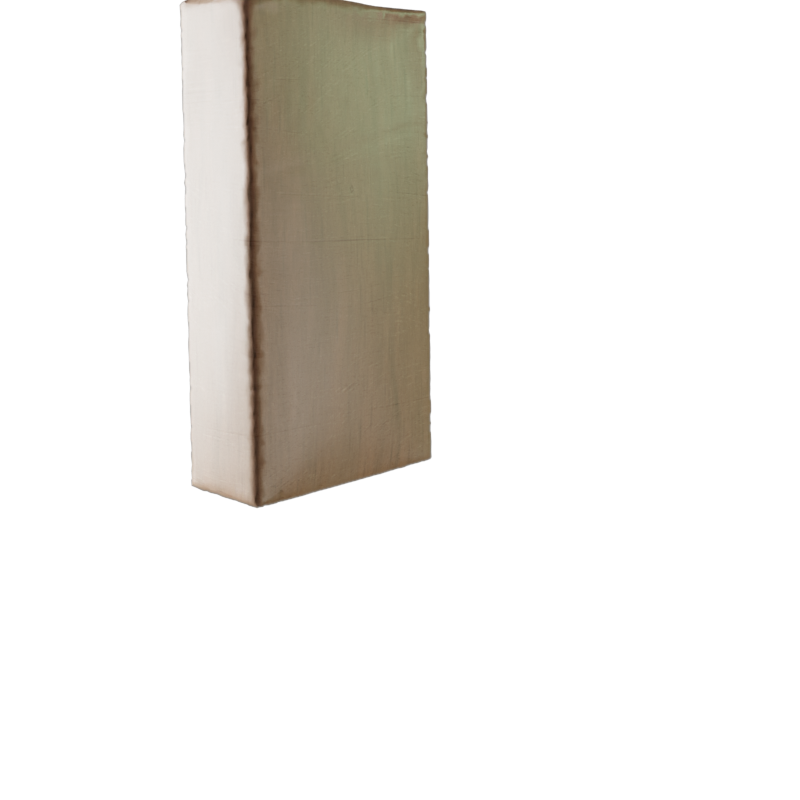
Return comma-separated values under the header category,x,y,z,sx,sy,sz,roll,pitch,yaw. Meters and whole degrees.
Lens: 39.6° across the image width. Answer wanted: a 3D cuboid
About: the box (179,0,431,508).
category,x,y,z,sx,sy,sz,roll,pitch,yaw
box,-0.032,-0.059,0.414,0.090,0.173,0.050,-7,10,-44
